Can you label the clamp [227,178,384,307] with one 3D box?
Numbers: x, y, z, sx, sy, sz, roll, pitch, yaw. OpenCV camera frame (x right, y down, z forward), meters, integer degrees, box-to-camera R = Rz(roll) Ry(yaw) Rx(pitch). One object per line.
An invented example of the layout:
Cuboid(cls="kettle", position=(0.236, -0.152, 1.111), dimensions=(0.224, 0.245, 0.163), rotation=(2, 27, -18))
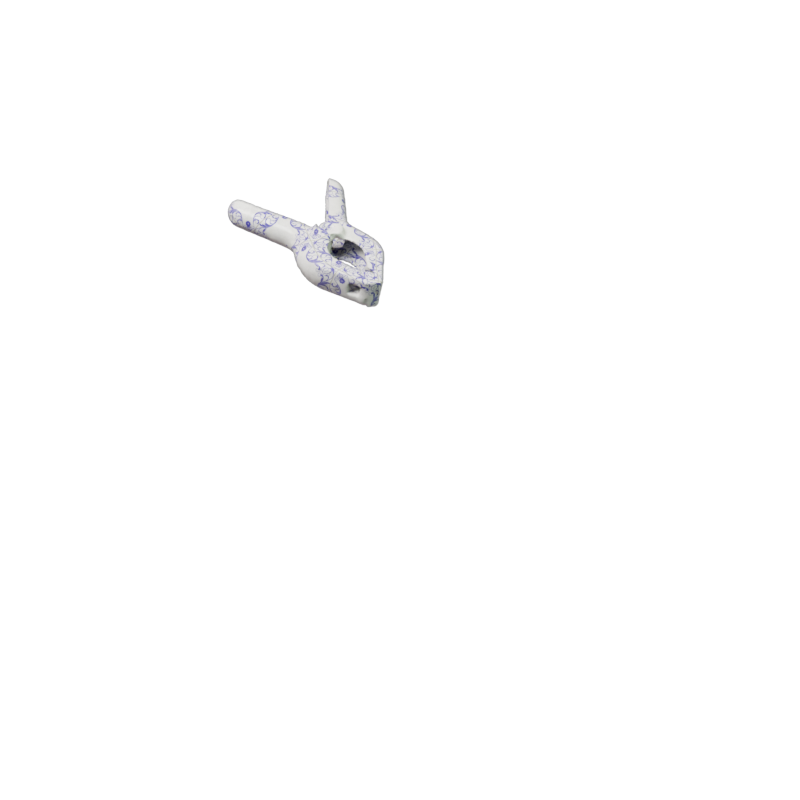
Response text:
Cuboid(cls="clamp", position=(-0.078, -0.142, 0.996), dimensions=(0.119, 0.037, 0.186), rotation=(-16, 43, -18))
